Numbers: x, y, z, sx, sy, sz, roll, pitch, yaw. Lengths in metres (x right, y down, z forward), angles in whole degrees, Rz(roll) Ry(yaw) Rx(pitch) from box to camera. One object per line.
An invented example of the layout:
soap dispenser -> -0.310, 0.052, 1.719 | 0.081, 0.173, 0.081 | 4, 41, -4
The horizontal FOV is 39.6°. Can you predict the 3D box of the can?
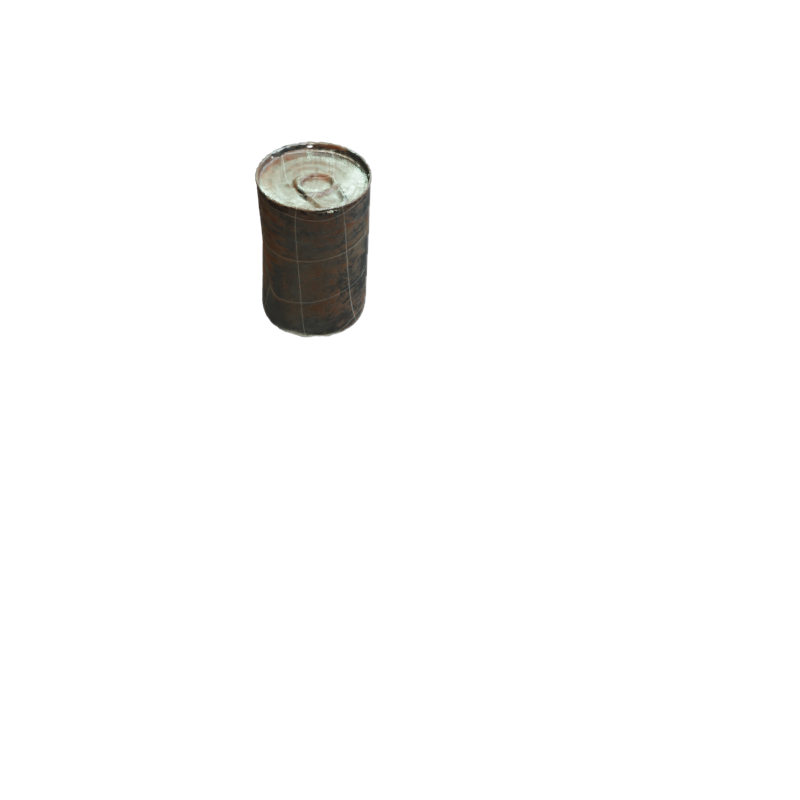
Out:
can -> -0.053, -0.096, 0.675 | 0.068, 0.095, 0.074 | 0, 43, -3
